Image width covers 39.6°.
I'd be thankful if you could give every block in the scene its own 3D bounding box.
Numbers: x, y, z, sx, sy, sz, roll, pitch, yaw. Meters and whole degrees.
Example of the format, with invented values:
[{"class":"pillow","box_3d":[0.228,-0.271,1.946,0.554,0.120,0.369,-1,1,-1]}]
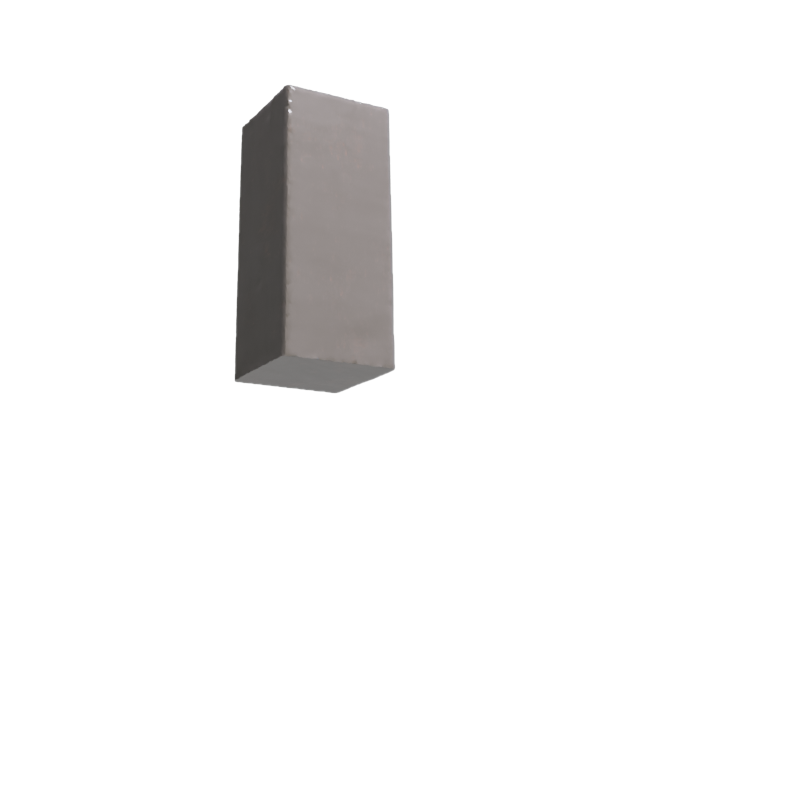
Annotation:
[{"class":"block","box_3d":[-0.065,-0.119,0.835,0.087,0.216,0.090,9,-21,-28]}]
